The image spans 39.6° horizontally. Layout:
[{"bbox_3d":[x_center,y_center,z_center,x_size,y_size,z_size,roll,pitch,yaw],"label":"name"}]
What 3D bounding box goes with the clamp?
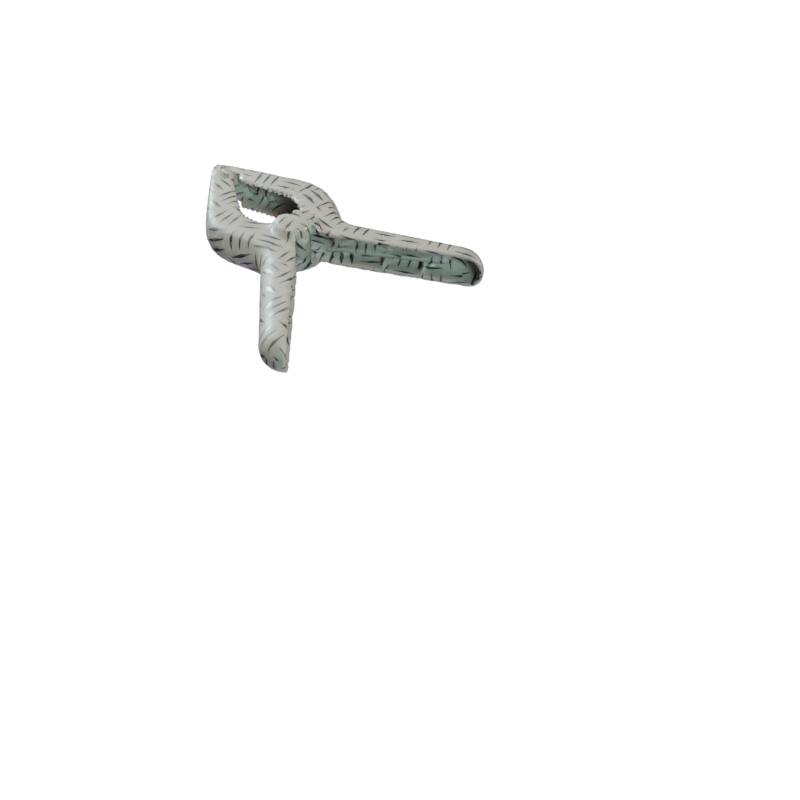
[{"bbox_3d":[-0.058,-0.107,0.747,0.163,0.034,0.227,-19,43,-23],"label":"clamp"}]
